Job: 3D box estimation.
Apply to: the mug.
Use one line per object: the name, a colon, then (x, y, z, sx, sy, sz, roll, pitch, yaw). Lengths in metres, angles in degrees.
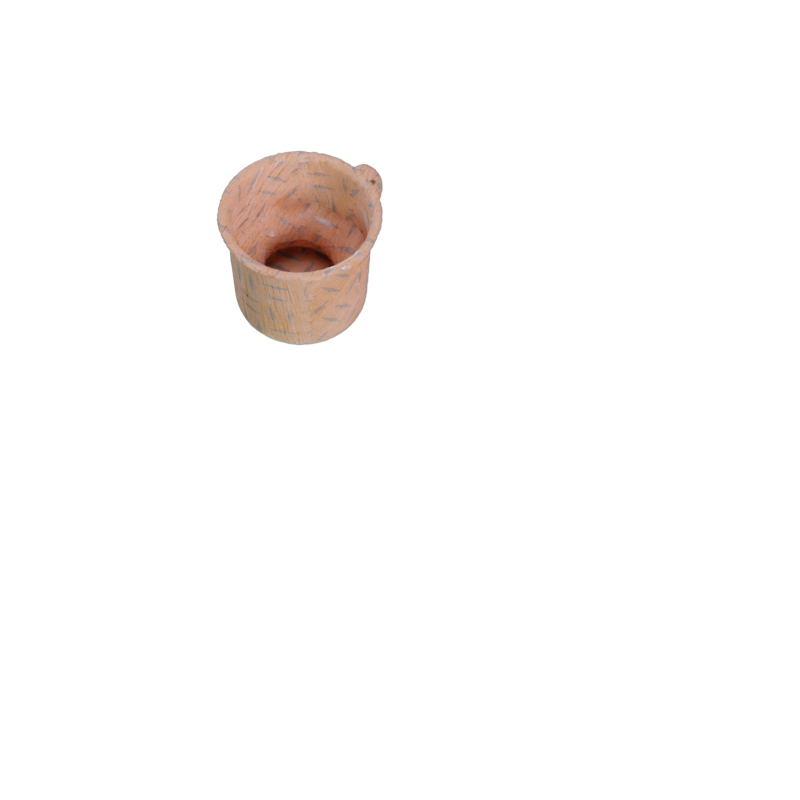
mug: (-0.052, -0.094, 0.660, 0.098, 0.119, 0.076, 32, -28, 18)
